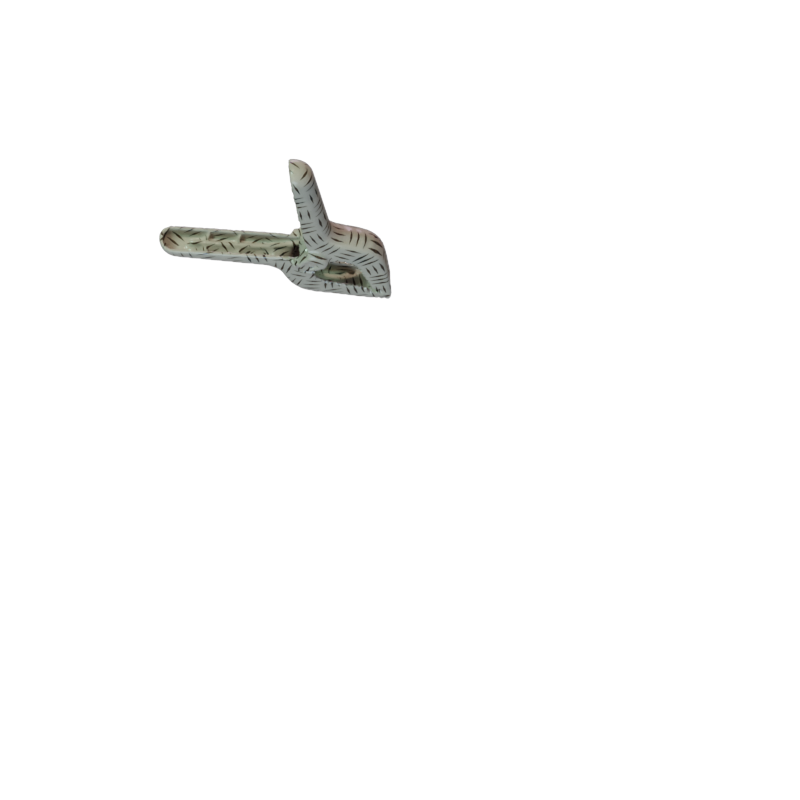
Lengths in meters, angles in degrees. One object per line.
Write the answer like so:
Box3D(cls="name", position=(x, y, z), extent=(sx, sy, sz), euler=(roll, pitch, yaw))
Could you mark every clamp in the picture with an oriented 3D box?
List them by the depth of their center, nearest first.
Box3D(cls="clamp", position=(-0.073, -0.133, 0.933), extent=(0.198, 0.038, 0.165), euler=(18, -28, -38))
